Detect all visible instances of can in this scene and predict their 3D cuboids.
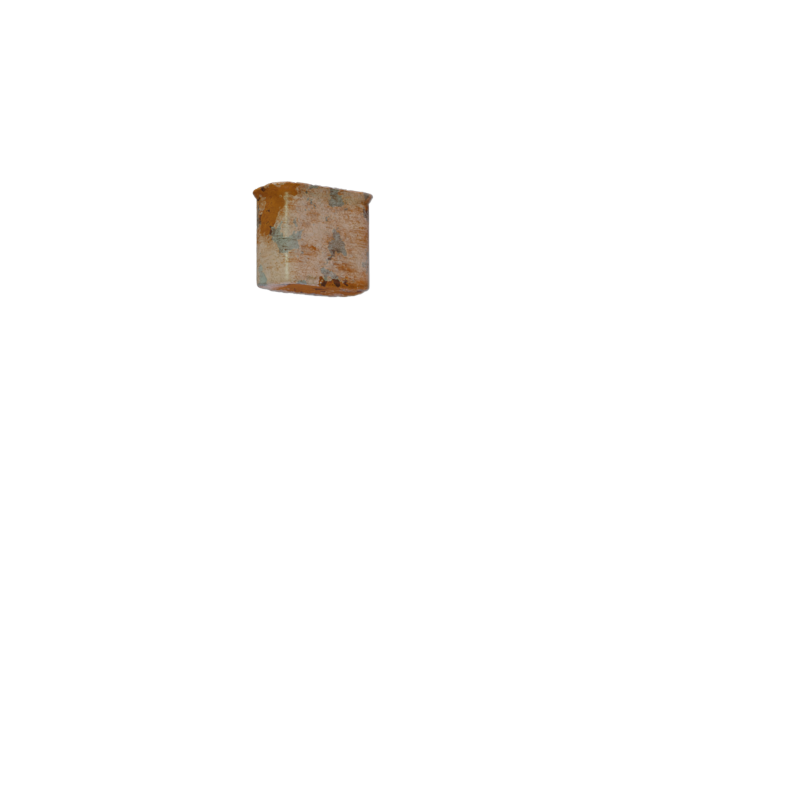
[{"bbox_3d":[-0.073,-0.133,0.932,0.098,0.086,0.059,4,-9,-35],"label":"can"}]
